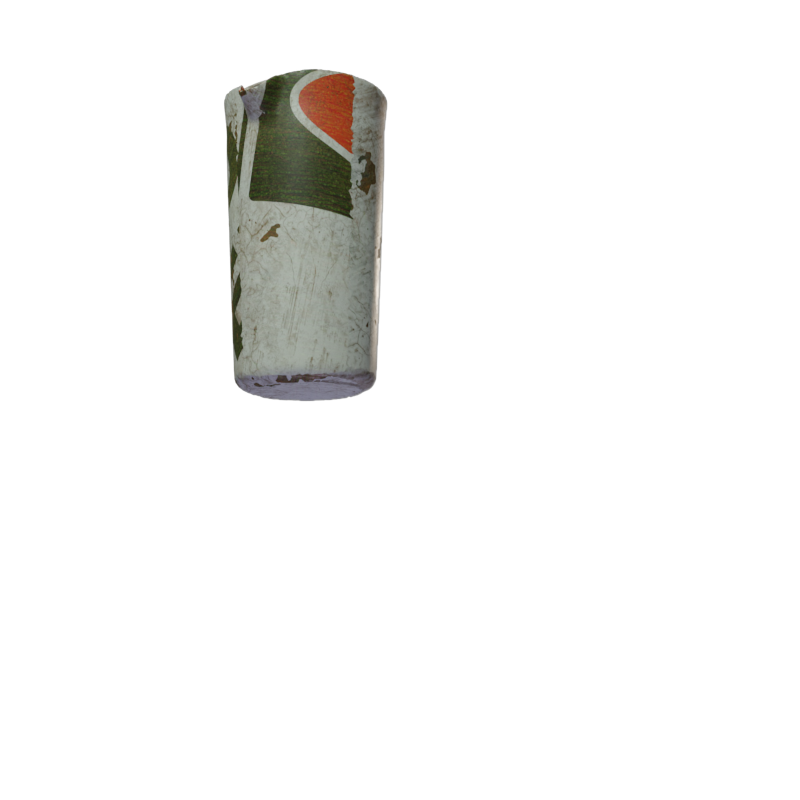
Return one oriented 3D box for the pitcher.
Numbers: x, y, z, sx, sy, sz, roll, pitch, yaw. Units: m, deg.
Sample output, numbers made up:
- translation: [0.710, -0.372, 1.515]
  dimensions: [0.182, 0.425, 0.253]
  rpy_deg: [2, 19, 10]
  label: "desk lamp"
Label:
- translation: [-0.069, -0.126, 0.879]
  dimensions: [0.146, 0.252, 0.143]
  rpy_deg: [4, -15, -17]
  label: "pitcher"
